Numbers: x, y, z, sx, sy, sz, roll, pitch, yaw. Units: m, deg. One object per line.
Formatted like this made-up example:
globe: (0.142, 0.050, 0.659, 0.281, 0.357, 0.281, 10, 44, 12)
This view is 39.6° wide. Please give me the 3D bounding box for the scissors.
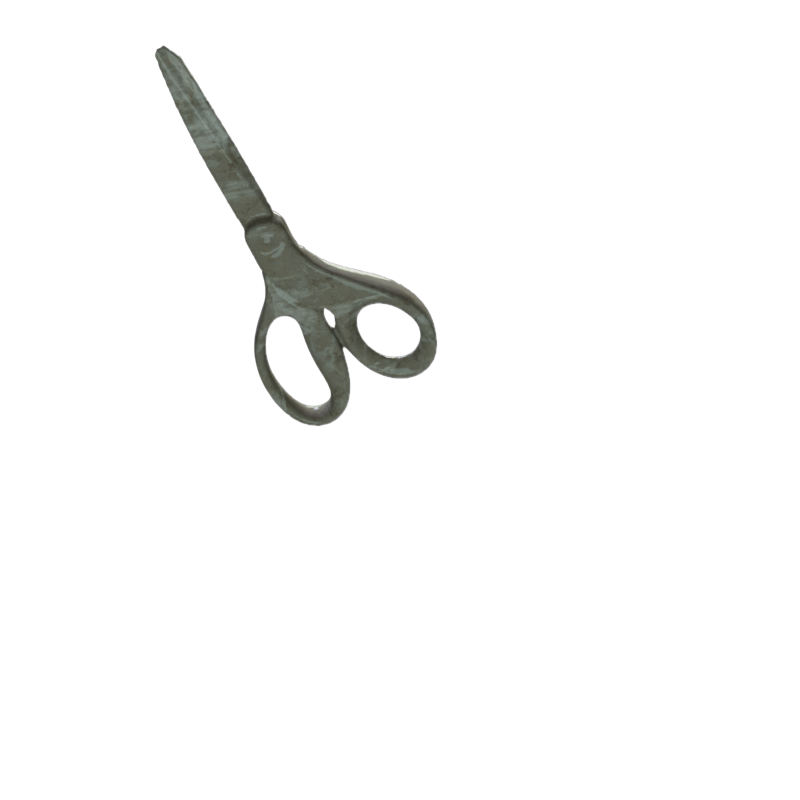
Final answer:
scissors: (-0.039, -0.071, 0.496, 0.097, 0.188, 0.017, -7, 33, 5)
